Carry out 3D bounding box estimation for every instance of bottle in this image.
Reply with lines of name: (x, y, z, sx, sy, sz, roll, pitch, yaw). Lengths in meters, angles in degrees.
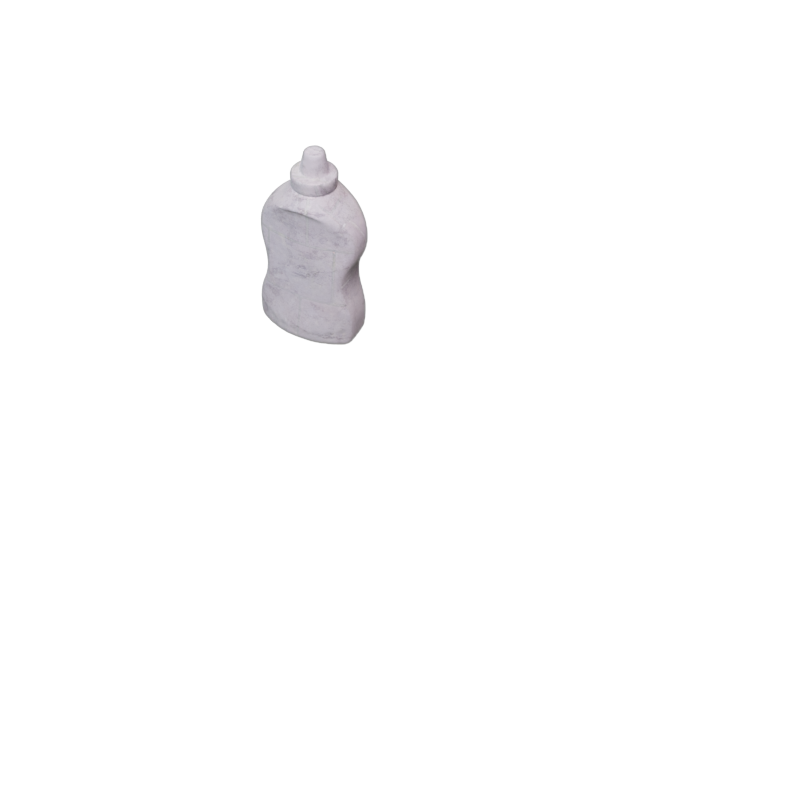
bottle: (-0.076, -0.140, 0.979, 0.100, 0.179, 0.060, 22, 45, 20)
